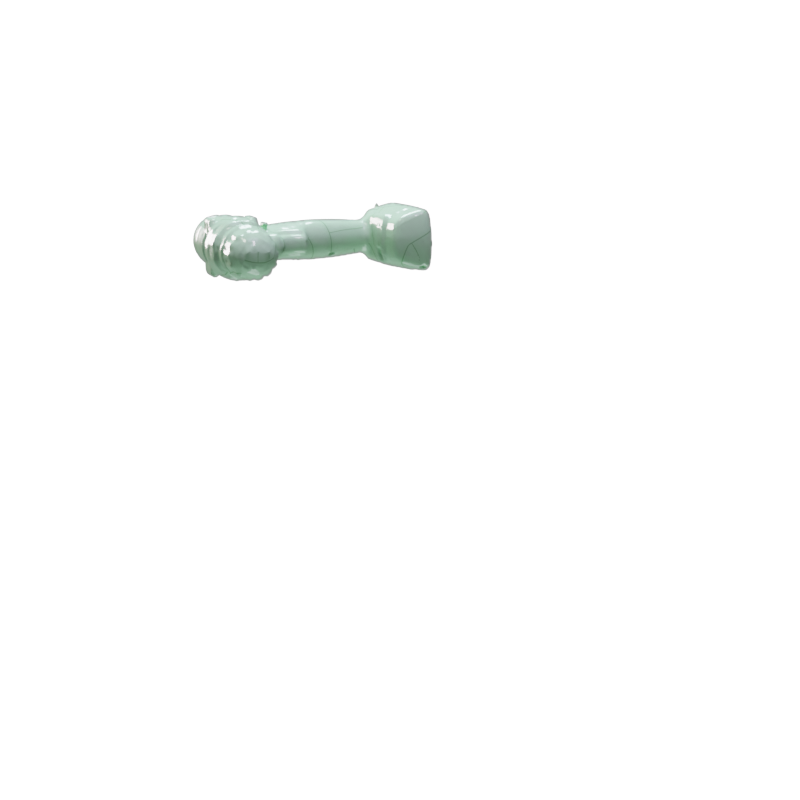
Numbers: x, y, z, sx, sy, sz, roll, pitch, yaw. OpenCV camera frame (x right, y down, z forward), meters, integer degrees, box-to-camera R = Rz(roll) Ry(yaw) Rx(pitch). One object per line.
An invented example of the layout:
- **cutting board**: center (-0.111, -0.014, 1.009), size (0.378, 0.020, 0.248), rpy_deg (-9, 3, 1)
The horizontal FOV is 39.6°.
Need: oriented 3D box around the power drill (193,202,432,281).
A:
- **power drill**: center (-0.073, -0.133, 0.931), size (0.184, 0.056, 0.193), rpy_deg (-4, 14, -17)
